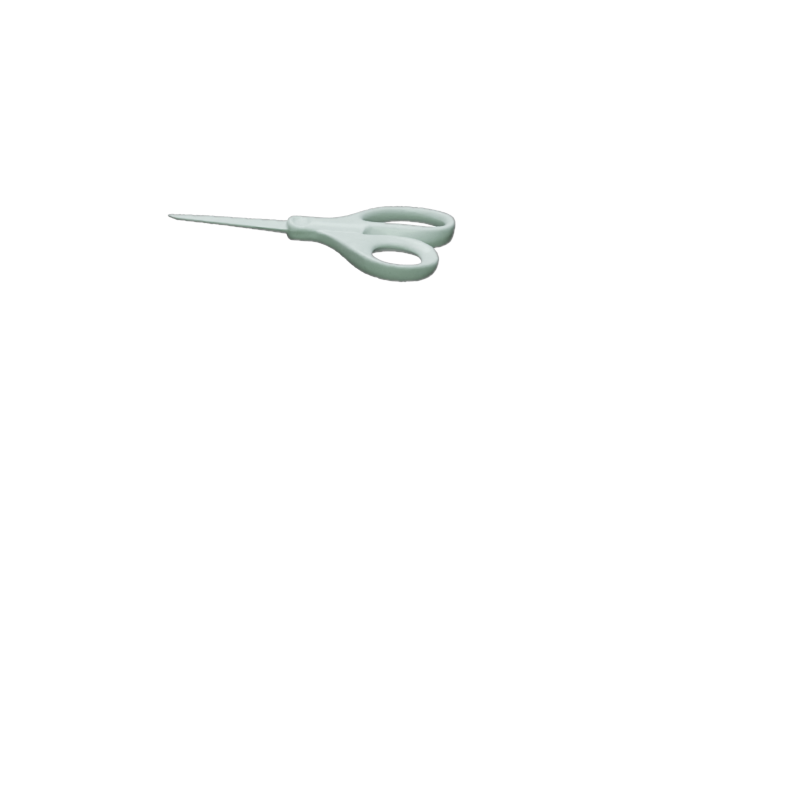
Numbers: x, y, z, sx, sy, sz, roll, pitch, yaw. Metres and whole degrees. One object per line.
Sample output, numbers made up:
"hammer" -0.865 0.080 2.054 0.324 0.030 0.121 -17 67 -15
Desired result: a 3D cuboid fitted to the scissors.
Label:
"scissors" -0.060 -0.109 0.761 0.200 0.015 0.103 -3 35 -4
